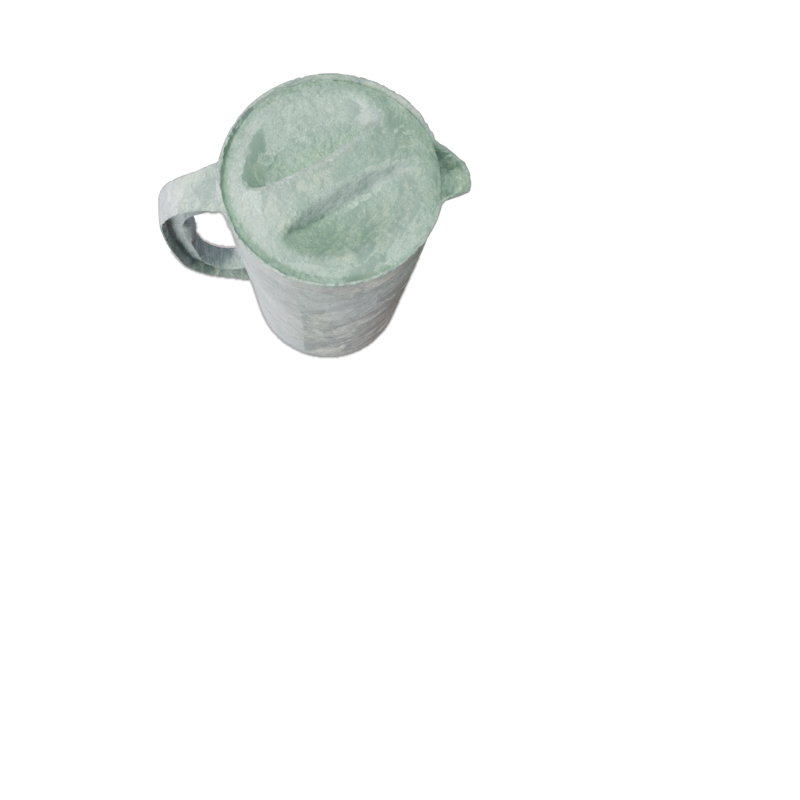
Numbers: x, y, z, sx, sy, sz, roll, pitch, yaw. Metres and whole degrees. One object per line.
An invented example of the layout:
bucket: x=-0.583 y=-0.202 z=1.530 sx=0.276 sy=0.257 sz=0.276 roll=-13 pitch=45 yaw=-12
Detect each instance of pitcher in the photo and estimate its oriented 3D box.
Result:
pitcher: x=-0.058 y=-0.107 z=0.747 sx=0.153 sy=0.147 sz=0.234 roll=38 pitch=-13 yaw=6
